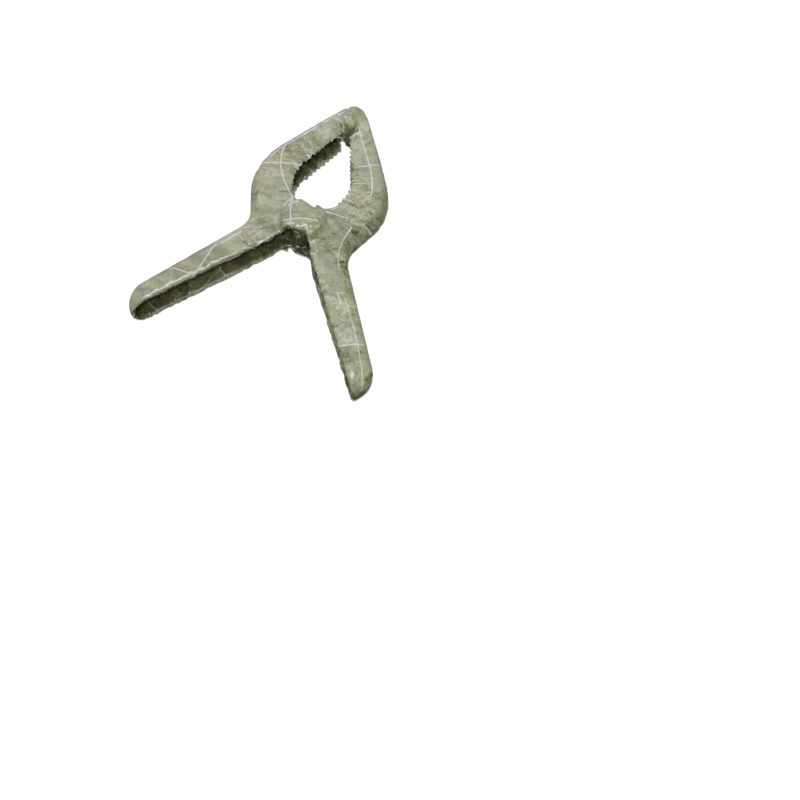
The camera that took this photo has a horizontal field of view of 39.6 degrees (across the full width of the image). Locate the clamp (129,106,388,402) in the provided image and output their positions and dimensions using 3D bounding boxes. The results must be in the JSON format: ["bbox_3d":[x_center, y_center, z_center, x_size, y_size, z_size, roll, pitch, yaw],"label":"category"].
[{"bbox_3d":[-0.058,-0.105,0.738,0.170,0.217,0.034,25,-26,13],"label":"clamp"}]
